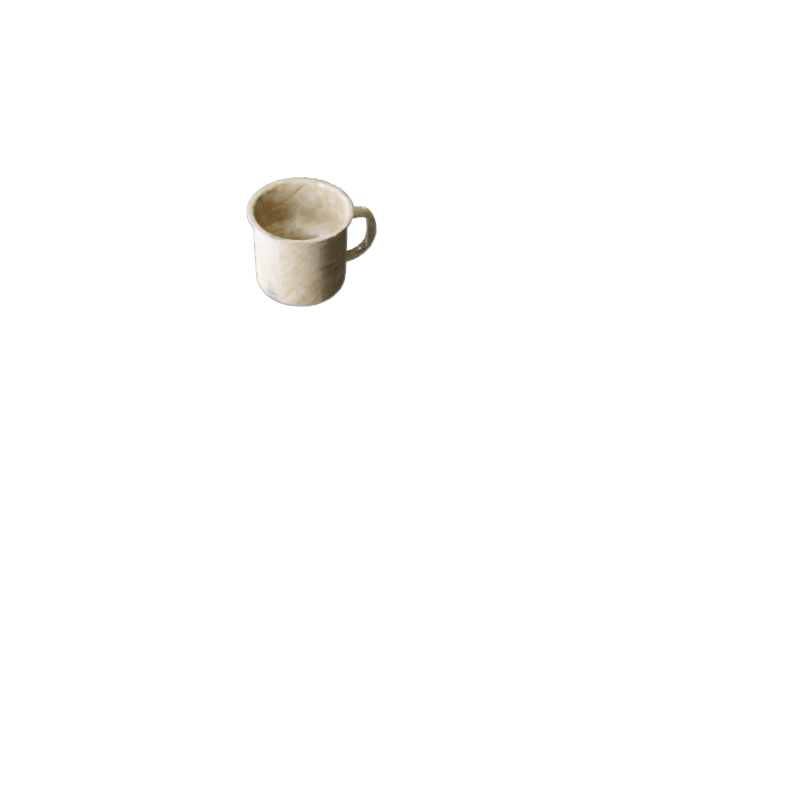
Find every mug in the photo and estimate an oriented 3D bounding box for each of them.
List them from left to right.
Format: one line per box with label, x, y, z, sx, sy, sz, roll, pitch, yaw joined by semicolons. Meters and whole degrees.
mug;-0.077;-0.140;0.982;0.116;0.076;0.101;-15;46;-16
